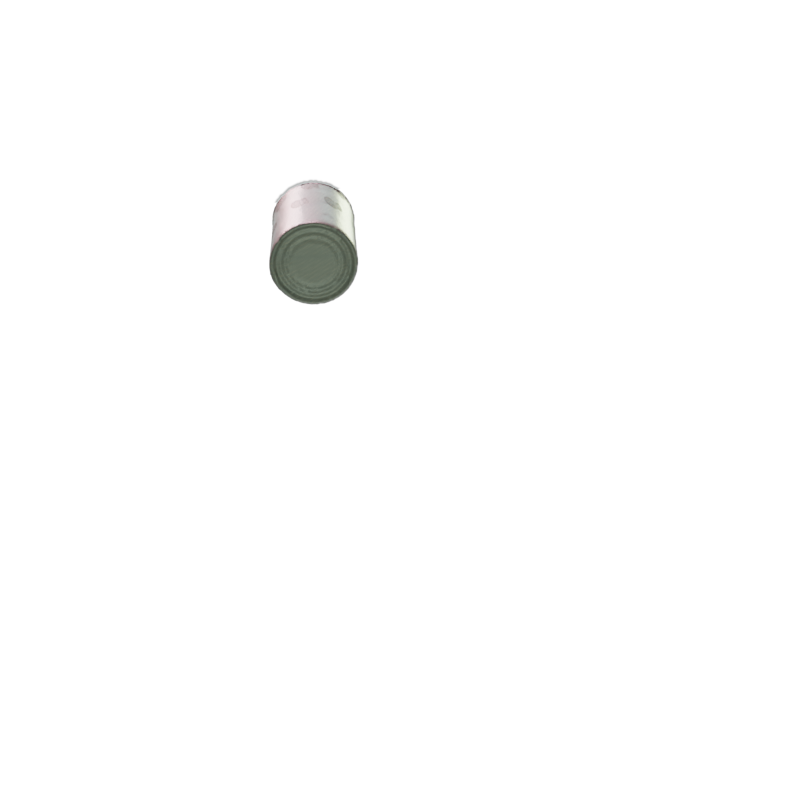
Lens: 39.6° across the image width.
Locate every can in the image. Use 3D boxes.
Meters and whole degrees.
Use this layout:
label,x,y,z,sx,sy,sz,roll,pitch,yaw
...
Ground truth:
label,x,y,z,sx,sy,sz,roll,pitch,yaw
can,-0.068,-0.124,0.867,0.068,0.065,0.108,0,25,-3
